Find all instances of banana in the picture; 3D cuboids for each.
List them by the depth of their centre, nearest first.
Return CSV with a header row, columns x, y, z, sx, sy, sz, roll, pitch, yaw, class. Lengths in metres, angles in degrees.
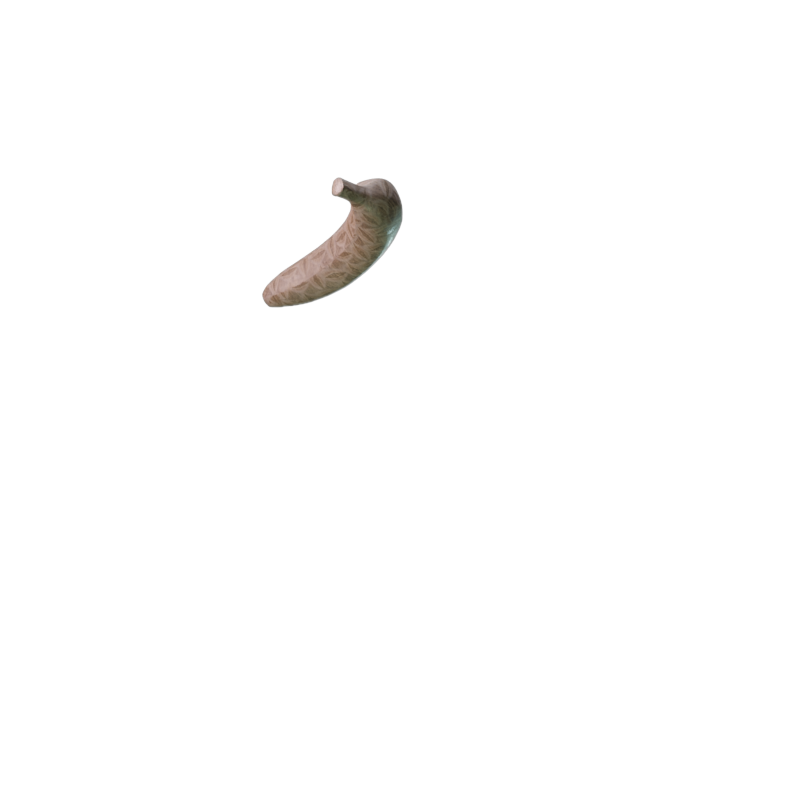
x,y,z,sx,sy,sz,roll,pitch,yaw,class
-0.044,-0.114,0.800,0.068,0.039,0.192,8,-23,-19,banana
